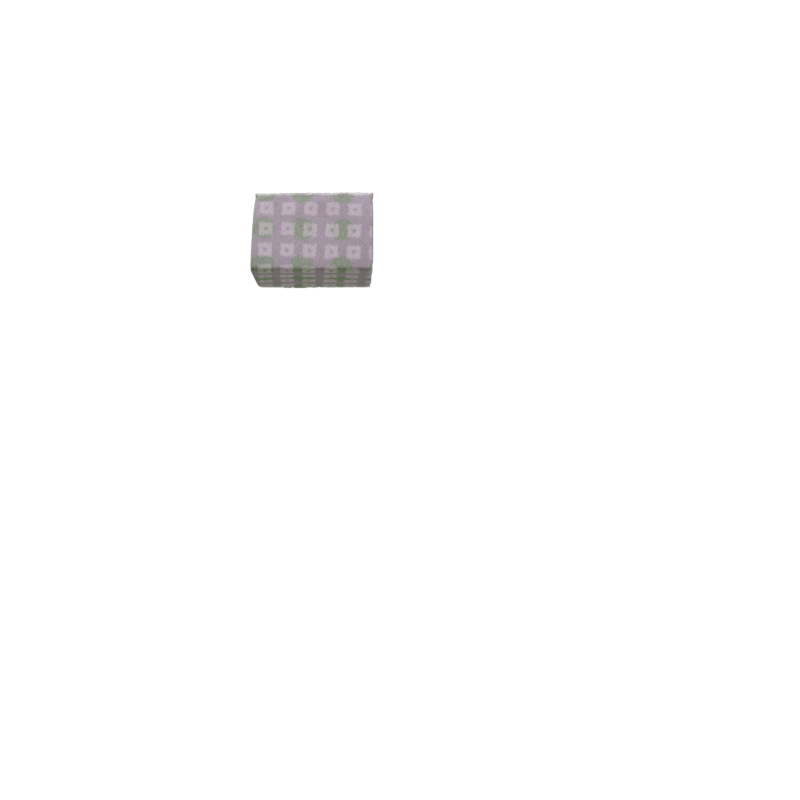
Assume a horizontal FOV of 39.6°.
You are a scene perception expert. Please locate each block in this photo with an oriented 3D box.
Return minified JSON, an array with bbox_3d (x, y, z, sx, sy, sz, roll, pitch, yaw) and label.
[{"bbox_3d":[-0.057,-0.103,0.722,0.078,0.053,0.051,0,-11,0],"label":"block"}]
